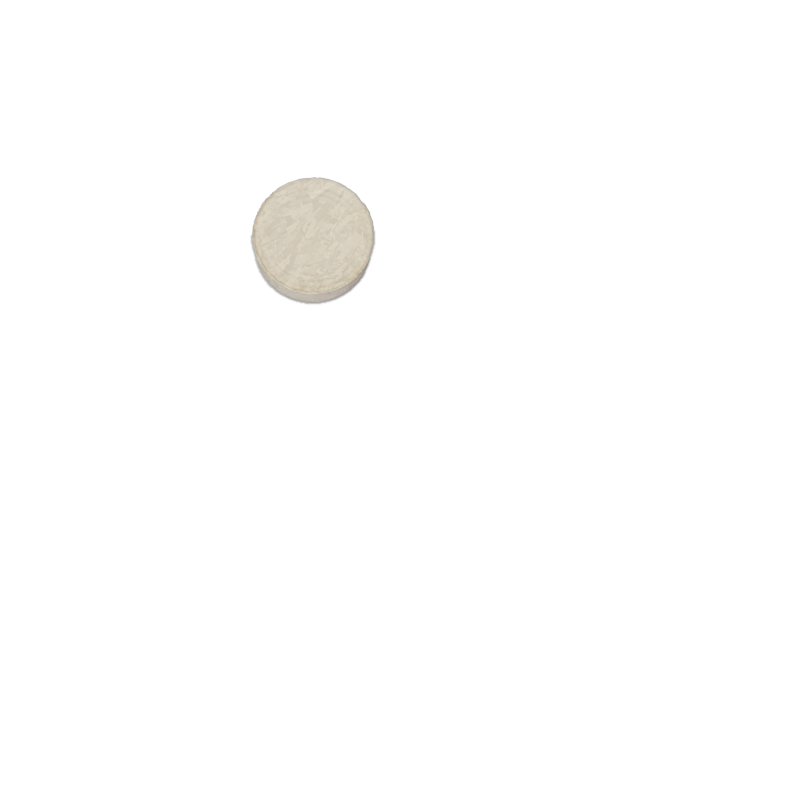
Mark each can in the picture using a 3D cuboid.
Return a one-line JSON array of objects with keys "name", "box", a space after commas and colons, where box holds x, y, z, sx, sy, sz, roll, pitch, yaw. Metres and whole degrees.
[{"name": "can", "box": [-0.062, -0.113, 0.790, 0.086, 0.089, 0.032, -1, -16, -1]}]
